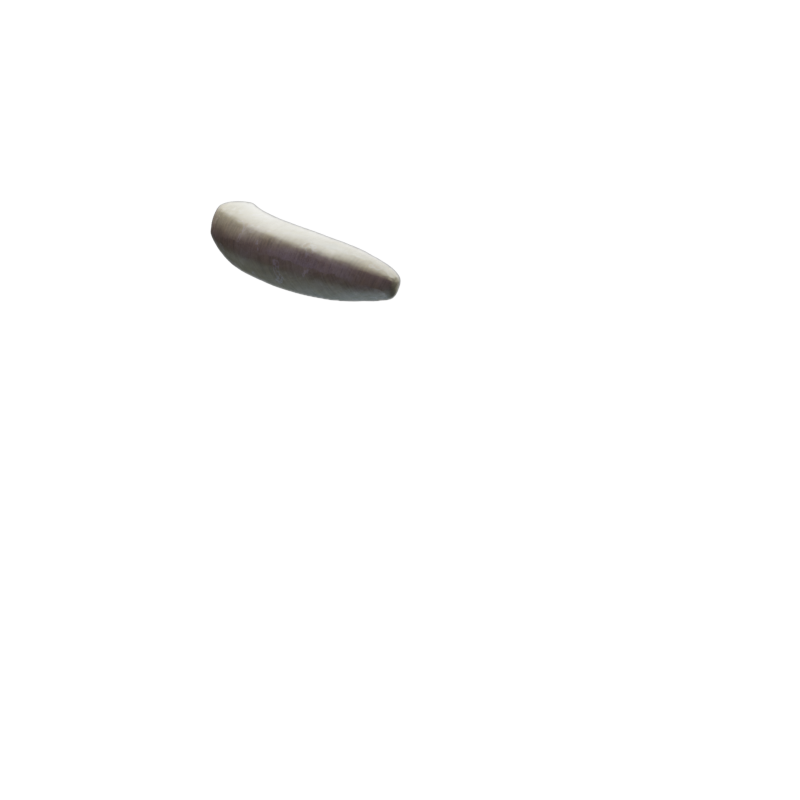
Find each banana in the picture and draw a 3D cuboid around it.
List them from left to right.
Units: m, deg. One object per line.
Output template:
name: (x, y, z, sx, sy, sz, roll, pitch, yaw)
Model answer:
banana: (-0.071, -0.094, 0.664, 0.068, 0.035, 0.210, -8, 22, -23)
